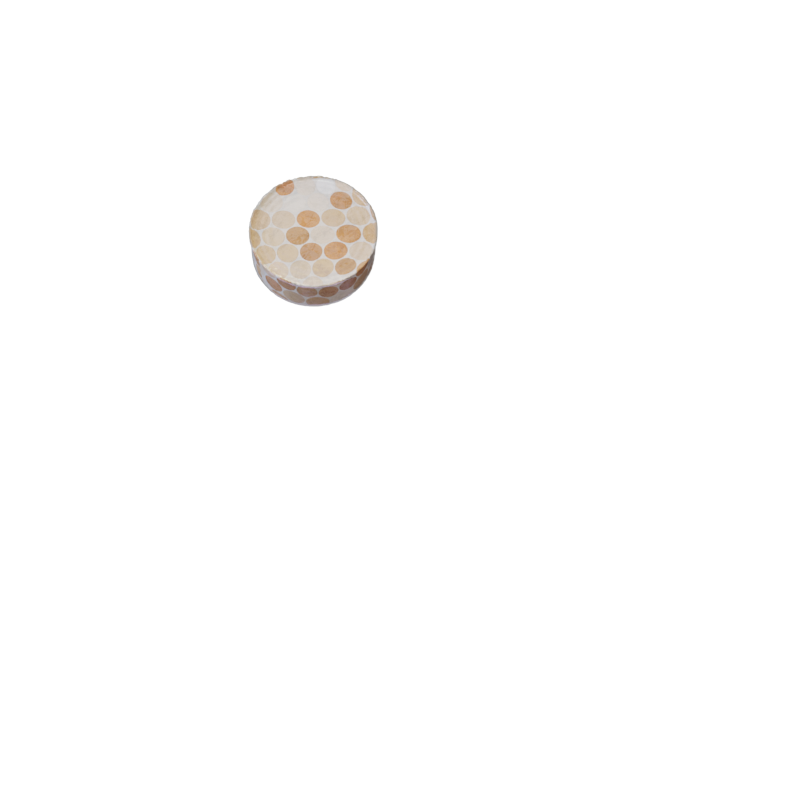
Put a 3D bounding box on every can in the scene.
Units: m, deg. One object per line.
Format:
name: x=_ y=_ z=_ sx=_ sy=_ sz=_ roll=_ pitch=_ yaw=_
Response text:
can: x=-0.059 y=-0.107 z=0.748 sx=0.086 sy=0.091 sz=0.032 roll=-1 pitch=-28 yaw=-1
